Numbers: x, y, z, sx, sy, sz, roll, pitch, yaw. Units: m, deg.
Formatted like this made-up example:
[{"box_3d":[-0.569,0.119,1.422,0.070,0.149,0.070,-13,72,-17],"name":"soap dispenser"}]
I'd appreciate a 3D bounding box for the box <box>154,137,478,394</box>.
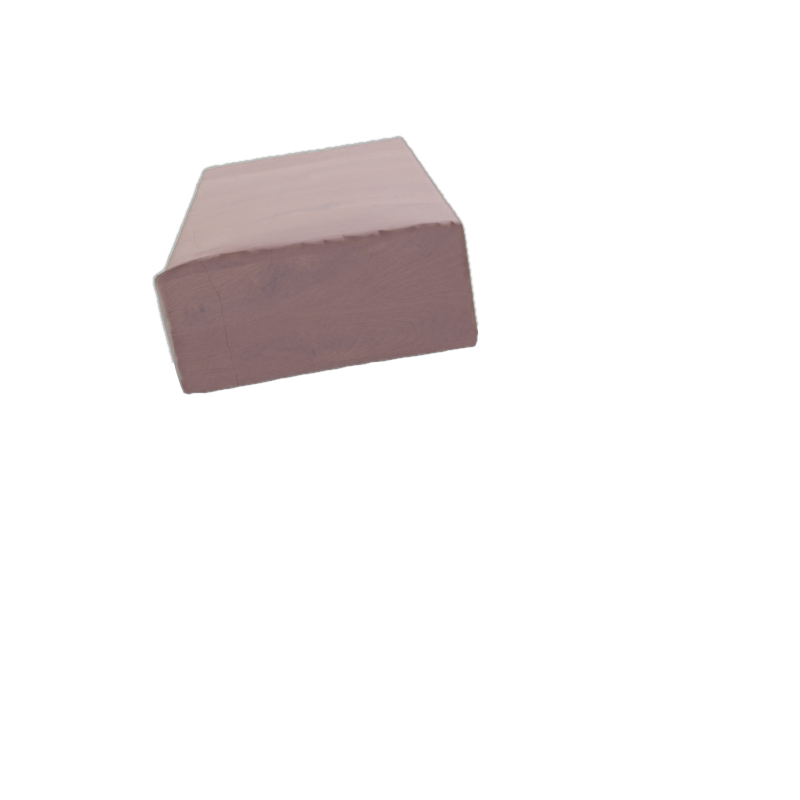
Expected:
[{"box_3d":[-0.032,-0.058,0.409,0.093,0.046,0.183,-9,19,-1],"name":"box"}]
